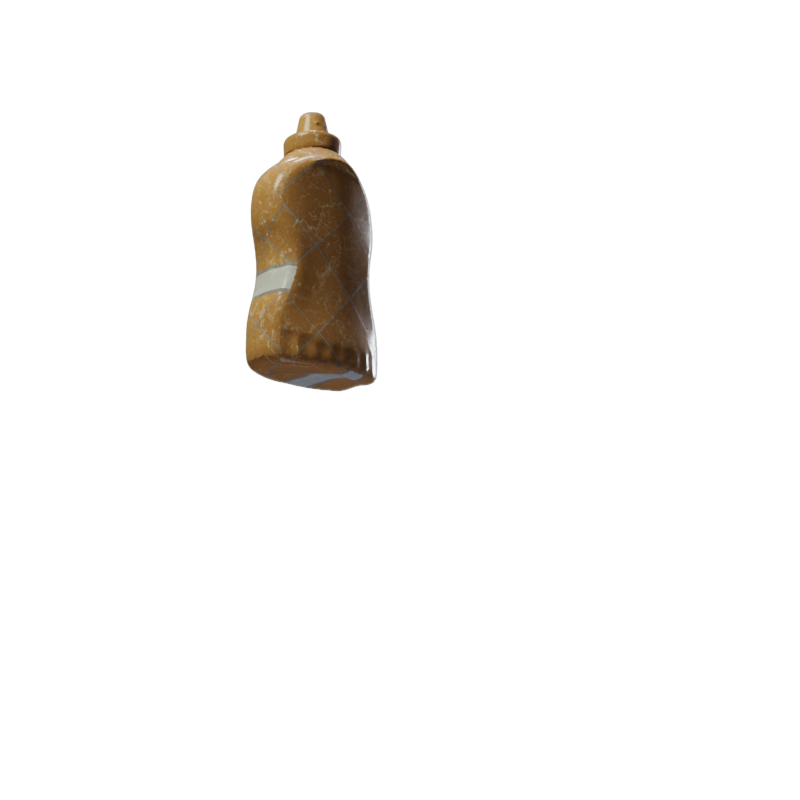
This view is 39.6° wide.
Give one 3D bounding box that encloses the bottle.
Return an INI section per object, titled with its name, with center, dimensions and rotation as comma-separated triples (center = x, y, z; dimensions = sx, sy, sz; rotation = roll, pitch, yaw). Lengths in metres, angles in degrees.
[bottle]
center = -0.060, -0.108, 0.757
dimensions = 0.091, 0.201, 0.059
rotation = 16, -26, -41
